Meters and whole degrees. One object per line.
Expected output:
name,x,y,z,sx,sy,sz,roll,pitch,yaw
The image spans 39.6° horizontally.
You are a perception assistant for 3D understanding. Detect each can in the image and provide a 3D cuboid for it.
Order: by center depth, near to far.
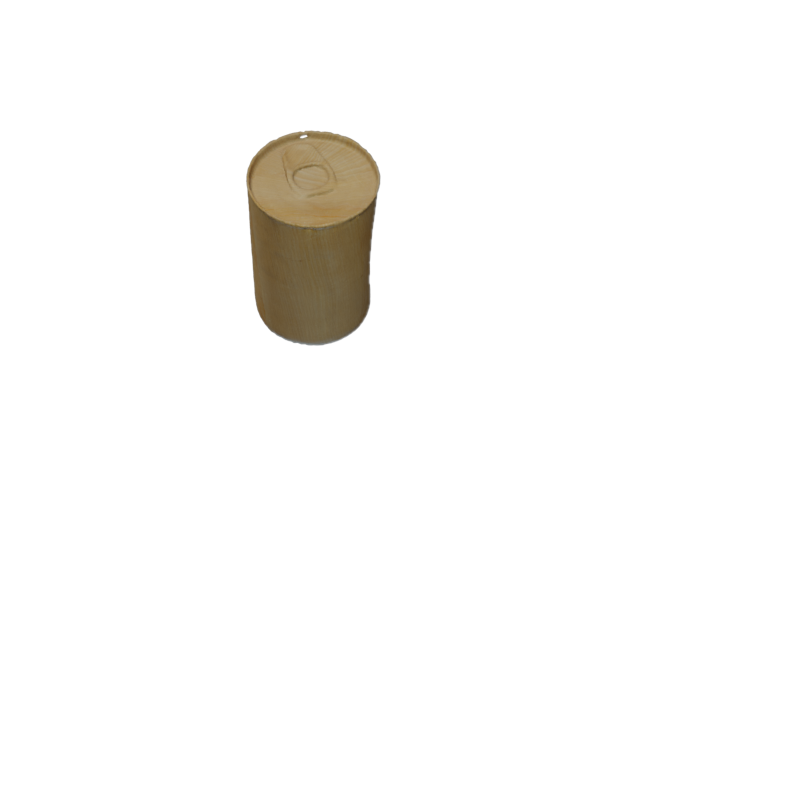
can,-0.047,-0.085,0.597,0.068,0.073,0.095,0,-37,-3
